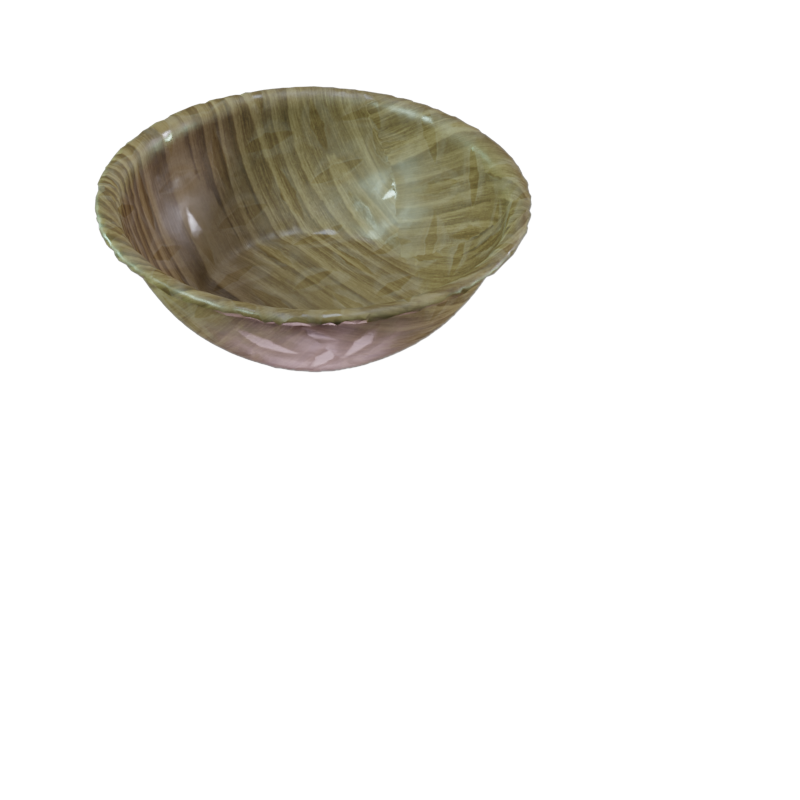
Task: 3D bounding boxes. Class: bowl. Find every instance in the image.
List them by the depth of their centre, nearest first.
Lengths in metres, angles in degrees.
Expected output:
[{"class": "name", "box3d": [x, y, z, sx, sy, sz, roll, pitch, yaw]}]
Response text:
[{"class": "bowl", "box3d": [-0.034, -0.061, 0.429, 0.162, 0.051, 0.174, -1, 40, -2]}]
